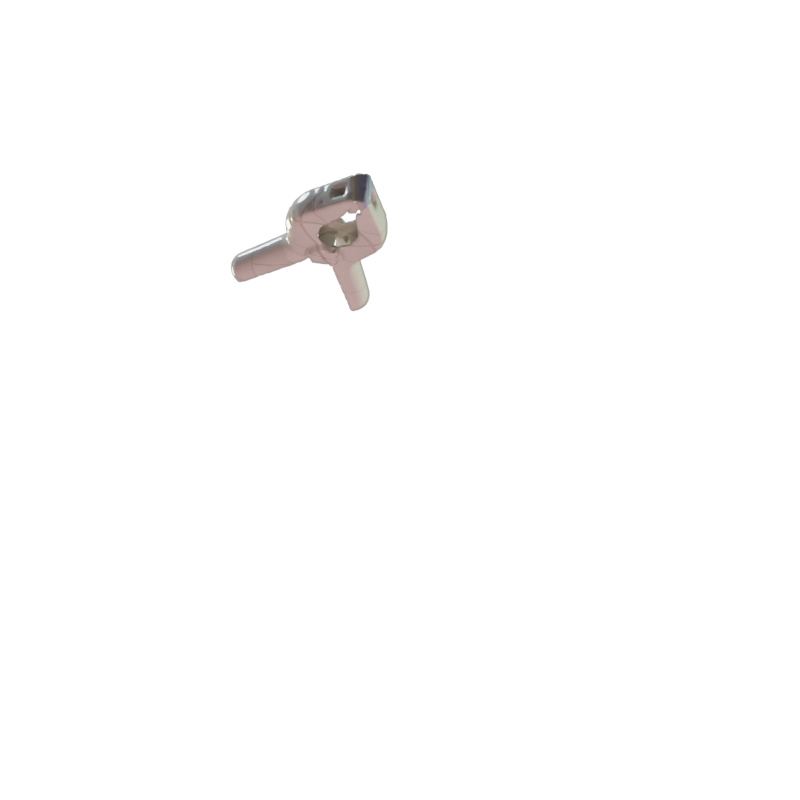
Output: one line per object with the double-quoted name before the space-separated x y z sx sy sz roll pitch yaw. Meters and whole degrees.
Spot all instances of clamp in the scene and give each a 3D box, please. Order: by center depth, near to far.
"clamp" -0.069 -0.126 0.882 0.118 0.042 0.163 6 -29 -11
